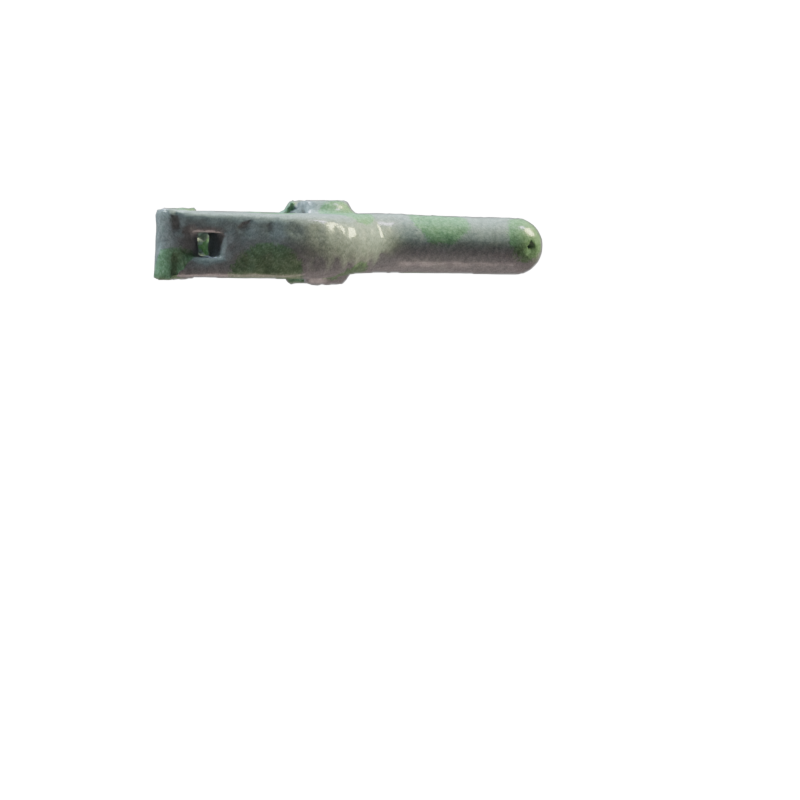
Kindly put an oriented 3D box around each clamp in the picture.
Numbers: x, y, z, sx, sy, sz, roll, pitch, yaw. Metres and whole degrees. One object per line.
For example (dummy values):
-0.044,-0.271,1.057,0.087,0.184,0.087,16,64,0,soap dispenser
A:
-0.038,-0.069,0.482,0.165,0.039,0.124,-2,4,-35,clamp
